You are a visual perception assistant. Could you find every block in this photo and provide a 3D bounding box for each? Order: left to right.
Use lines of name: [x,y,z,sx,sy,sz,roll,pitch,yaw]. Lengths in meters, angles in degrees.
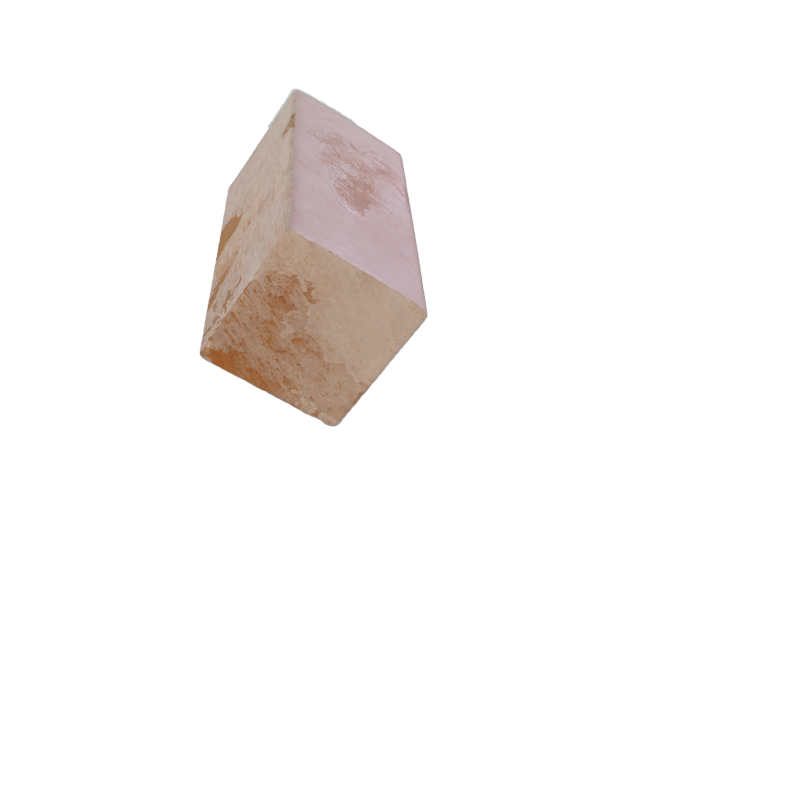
block: [-0.051,-0.094,0.663,0.087,0.088,0.220,29,26,-20]
